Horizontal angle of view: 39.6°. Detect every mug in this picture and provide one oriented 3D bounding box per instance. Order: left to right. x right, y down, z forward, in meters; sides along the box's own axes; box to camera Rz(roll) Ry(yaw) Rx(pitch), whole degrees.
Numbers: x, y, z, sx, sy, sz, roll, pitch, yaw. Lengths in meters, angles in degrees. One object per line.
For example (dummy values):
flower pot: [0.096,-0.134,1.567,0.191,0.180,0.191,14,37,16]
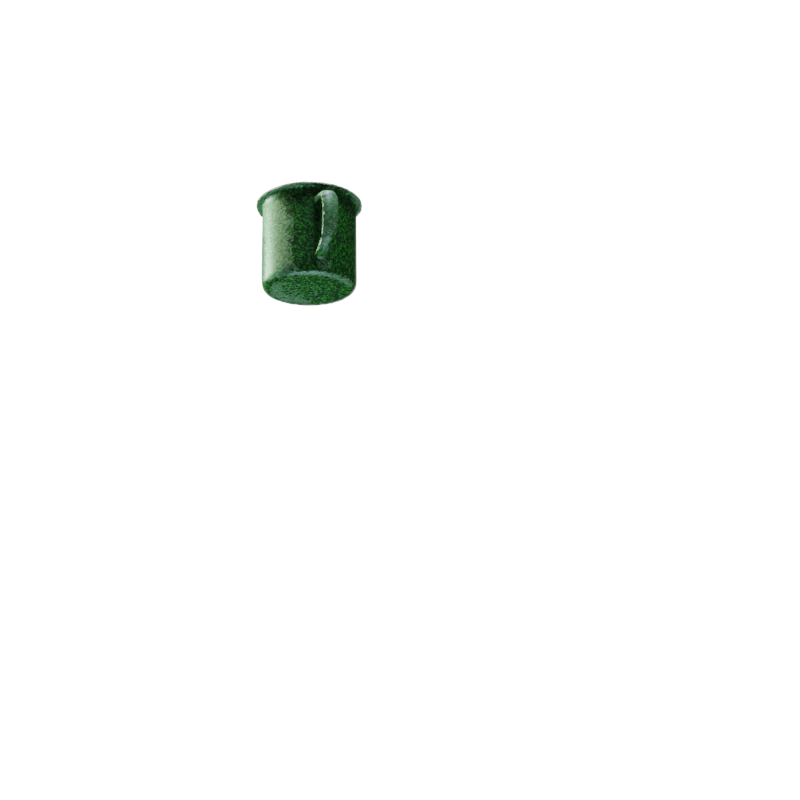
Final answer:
mug: [-0.075,-0.136,0.953,0.091,0.086,0.115,7,-21,-19]
